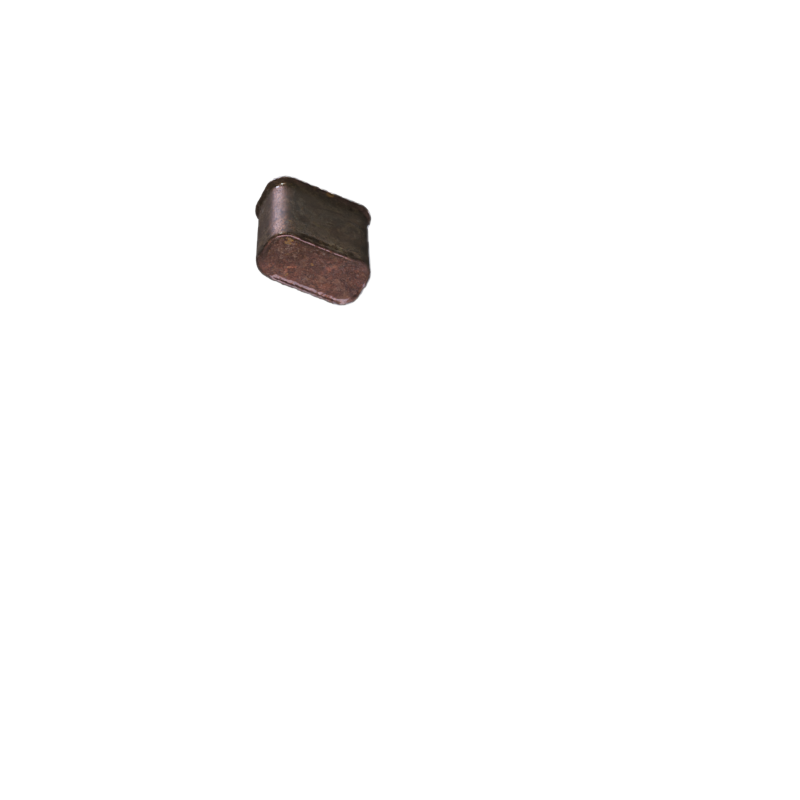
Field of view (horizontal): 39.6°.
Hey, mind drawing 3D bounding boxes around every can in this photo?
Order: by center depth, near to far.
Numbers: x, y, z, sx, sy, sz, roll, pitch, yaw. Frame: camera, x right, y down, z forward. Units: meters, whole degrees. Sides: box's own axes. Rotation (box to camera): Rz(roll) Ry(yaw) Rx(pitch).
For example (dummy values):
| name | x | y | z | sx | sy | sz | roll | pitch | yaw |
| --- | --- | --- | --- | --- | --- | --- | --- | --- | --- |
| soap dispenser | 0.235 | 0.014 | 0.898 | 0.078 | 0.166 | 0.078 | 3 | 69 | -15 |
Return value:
| name | x | y | z | sx | sy | sz | roll | pitch | yaw |
| --- | --- | --- | --- | --- | --- | --- | --- | --- | --- |
| can | -0.075 | -0.137 | 0.959 | 0.099 | 0.055 | 0.090 | 20 | 37 | -18 |
